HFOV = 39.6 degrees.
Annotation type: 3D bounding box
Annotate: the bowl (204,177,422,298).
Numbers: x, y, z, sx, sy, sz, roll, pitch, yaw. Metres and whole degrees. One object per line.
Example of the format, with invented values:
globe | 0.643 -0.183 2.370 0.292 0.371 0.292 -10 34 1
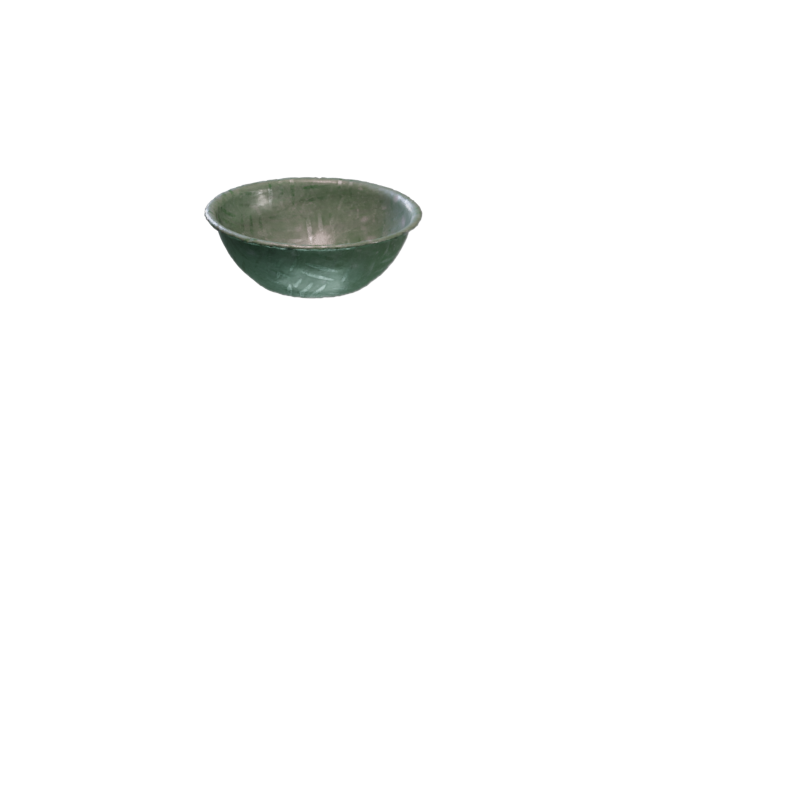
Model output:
bowl | -0.065 -0.119 0.834 0.162 0.052 0.171 -1 27 -2
